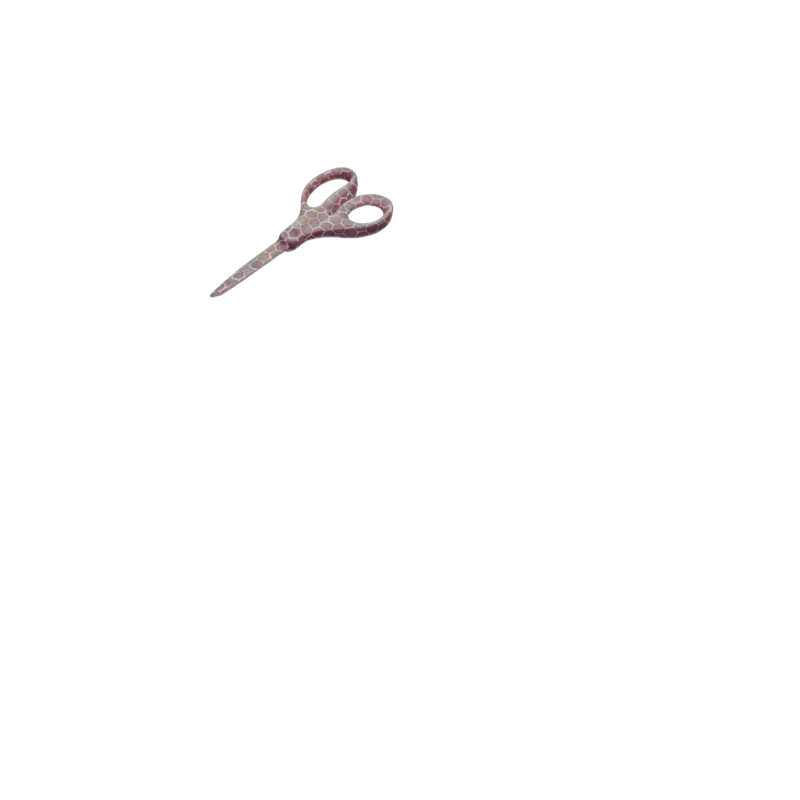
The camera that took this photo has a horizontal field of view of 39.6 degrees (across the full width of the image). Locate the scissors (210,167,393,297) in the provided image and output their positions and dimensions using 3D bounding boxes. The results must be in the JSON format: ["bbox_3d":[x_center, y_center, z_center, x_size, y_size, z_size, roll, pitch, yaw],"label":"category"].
[{"bbox_3d":[-0.077,-0.141,0.987,0.100,0.015,0.209,18,50,16],"label":"scissors"}]
